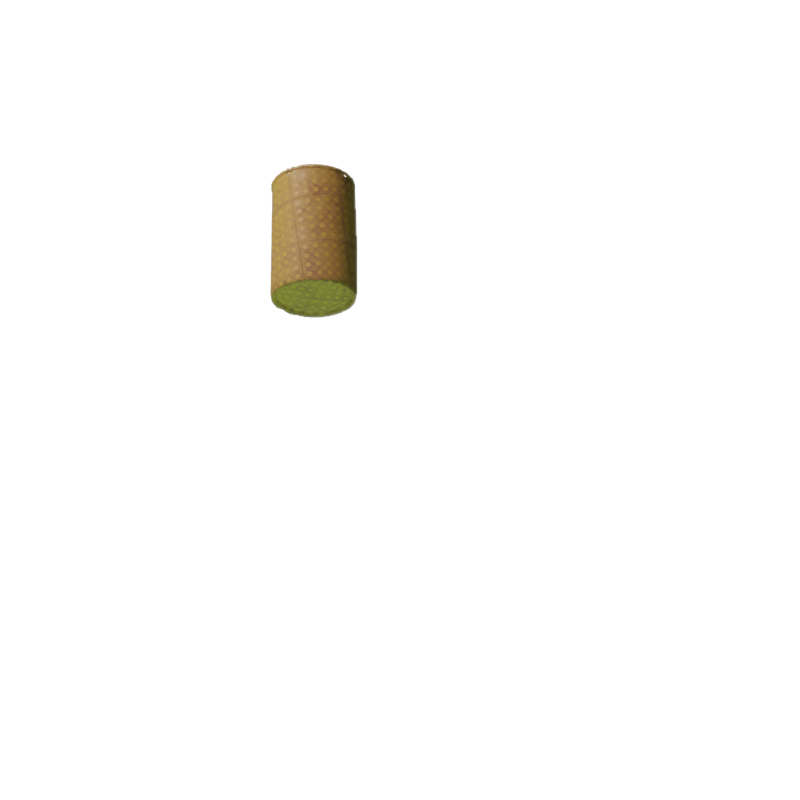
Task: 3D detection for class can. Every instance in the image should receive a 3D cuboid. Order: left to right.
[{"bbox_3d":[-0.068,-0.124,0.870,0.068,0.108,0.065,0,-26,-2],"label":"can"}]
